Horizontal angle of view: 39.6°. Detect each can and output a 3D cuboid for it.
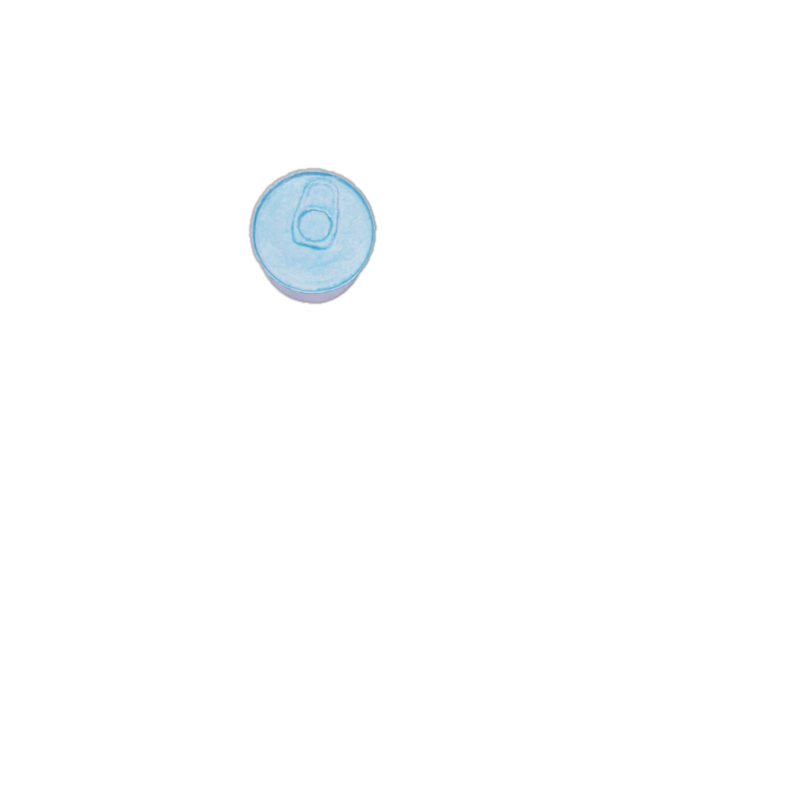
[{"bbox_3d":[-0.051,-0.093,0.648,0.068,0.069,0.102,0,-1,-3],"label":"can"}]
